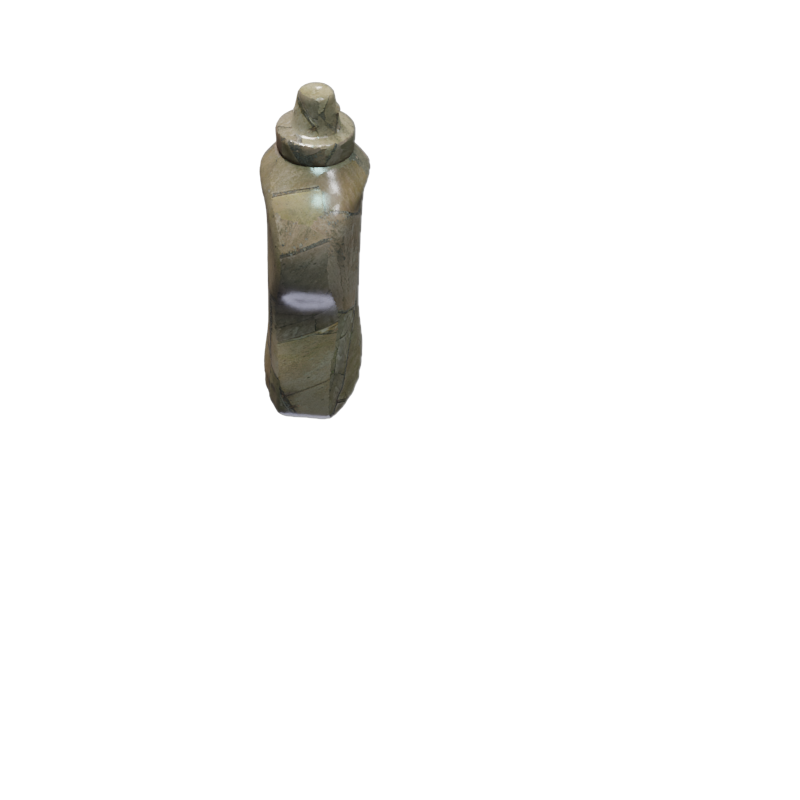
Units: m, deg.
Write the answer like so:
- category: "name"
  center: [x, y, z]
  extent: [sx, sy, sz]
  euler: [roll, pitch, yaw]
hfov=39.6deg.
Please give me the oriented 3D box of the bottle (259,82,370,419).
- category: "bottle"
  center: [-0.047, -0.087, 0.610]
  extent: [0.059, 0.179, 0.102]
  euler: [5, 41, 2]
